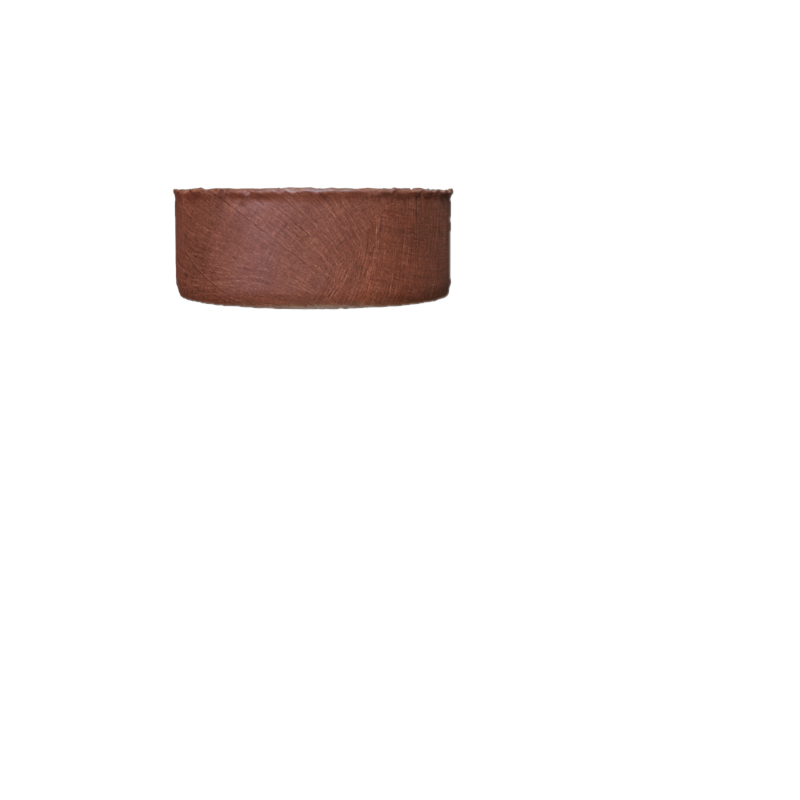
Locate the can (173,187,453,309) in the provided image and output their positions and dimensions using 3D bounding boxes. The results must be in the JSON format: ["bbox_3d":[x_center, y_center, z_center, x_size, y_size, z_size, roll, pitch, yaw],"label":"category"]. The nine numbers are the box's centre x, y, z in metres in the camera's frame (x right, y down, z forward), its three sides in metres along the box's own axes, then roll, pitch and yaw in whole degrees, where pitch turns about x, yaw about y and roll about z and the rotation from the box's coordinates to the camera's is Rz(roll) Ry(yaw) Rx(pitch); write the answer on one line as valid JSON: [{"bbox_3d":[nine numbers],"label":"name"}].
[{"bbox_3d":[-0.027,-0.049,0.342,0.086,0.033,0.087,0,10,-2],"label":"can"}]
